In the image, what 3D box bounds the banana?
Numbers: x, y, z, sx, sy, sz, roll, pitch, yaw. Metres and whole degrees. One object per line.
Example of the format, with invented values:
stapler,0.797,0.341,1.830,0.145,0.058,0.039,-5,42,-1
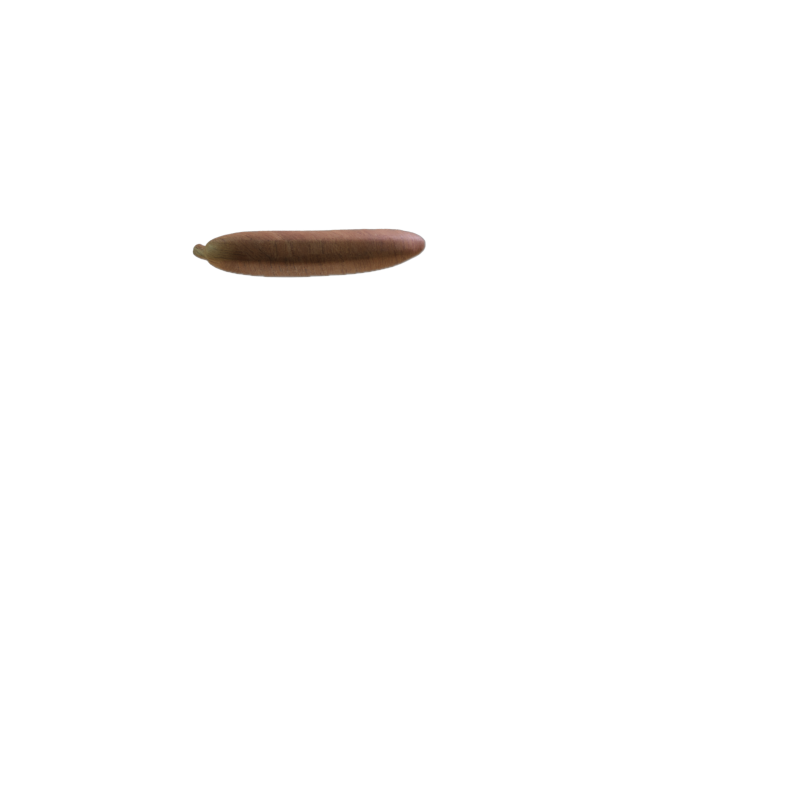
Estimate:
banana,-0.075,-0.125,0.913,0.198,0.035,0.073,0,23,0
